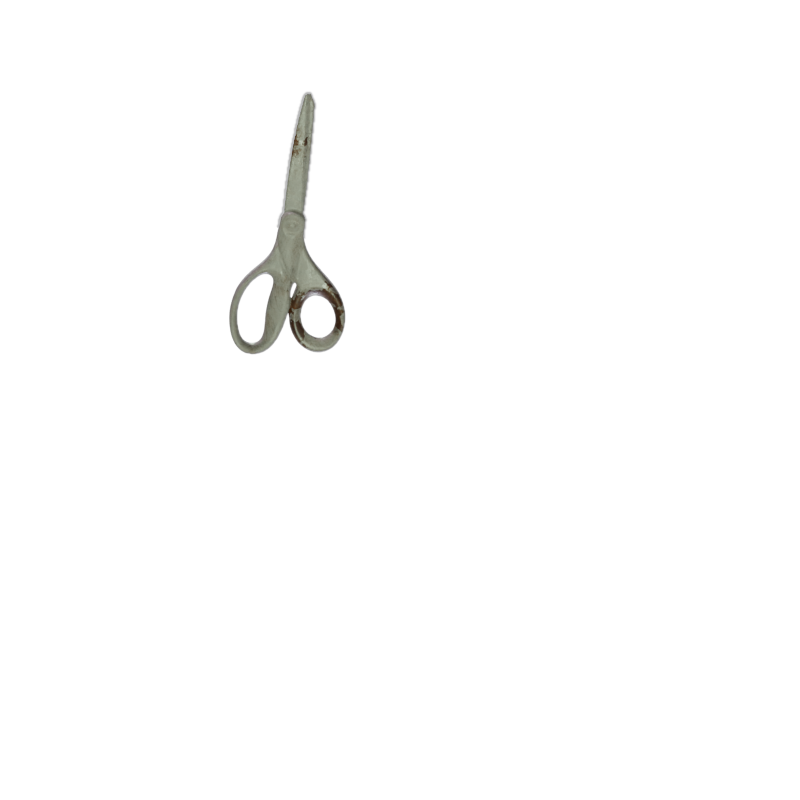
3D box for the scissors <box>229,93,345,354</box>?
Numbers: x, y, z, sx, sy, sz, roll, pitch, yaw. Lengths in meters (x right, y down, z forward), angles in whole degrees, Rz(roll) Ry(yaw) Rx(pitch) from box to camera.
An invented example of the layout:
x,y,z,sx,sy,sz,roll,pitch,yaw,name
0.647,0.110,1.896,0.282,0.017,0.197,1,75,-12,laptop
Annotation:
x,y,z,sx,sy,sz,roll,pitch,yaw,name
-0.064,-0.117,0.820,0.095,0.196,0.016,23,17,-8,scissors
